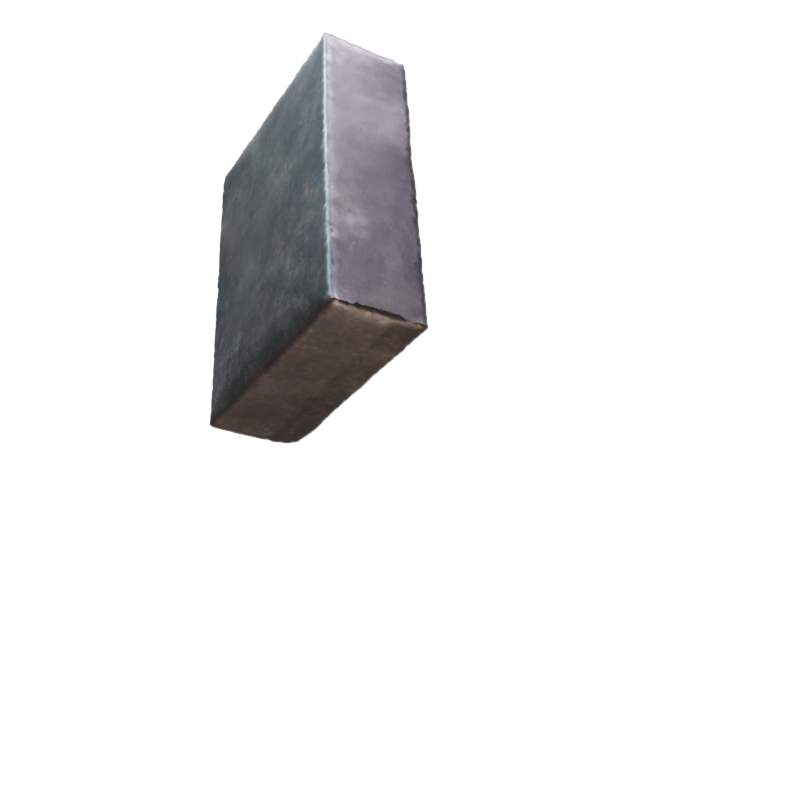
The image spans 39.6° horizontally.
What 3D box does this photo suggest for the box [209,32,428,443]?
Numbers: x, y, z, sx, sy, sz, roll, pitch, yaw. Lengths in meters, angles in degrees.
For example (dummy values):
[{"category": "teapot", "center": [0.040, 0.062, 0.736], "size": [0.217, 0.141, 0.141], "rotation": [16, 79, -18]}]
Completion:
[{"category": "box", "center": [-0.056, -0.103, 0.721], "size": [0.069, 0.229, 0.160], "rotation": [18, -39, -27]}]
